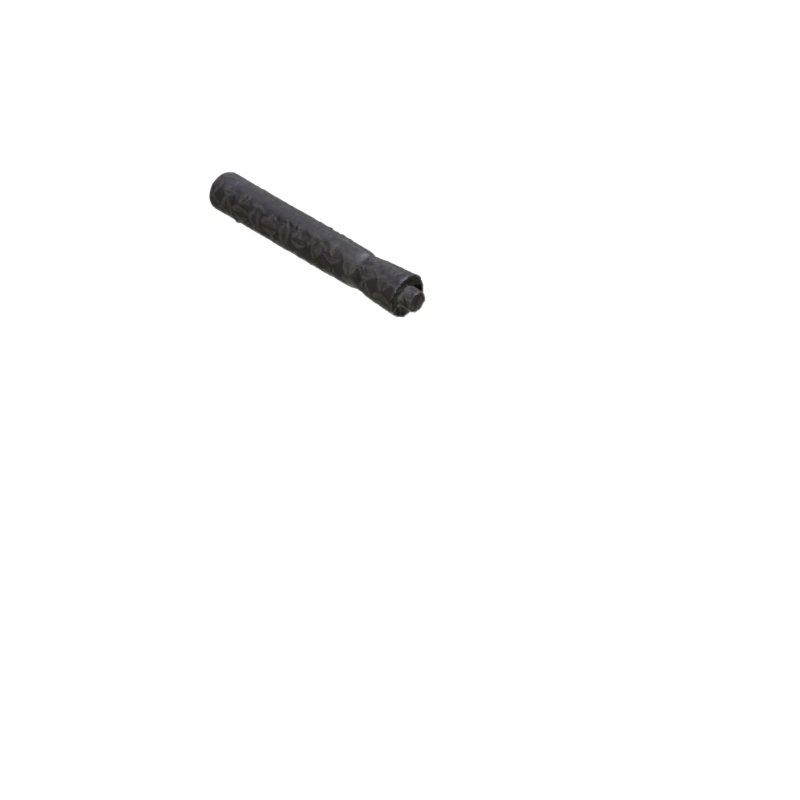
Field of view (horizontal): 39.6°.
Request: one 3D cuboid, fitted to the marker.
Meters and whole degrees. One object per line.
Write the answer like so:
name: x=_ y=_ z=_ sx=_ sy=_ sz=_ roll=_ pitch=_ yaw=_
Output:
marker: x=-0.037 y=-0.067 z=0.470 sx=0.129 sy=0.019 sz=0.019 roll=34 pitch=24 yaw=36
